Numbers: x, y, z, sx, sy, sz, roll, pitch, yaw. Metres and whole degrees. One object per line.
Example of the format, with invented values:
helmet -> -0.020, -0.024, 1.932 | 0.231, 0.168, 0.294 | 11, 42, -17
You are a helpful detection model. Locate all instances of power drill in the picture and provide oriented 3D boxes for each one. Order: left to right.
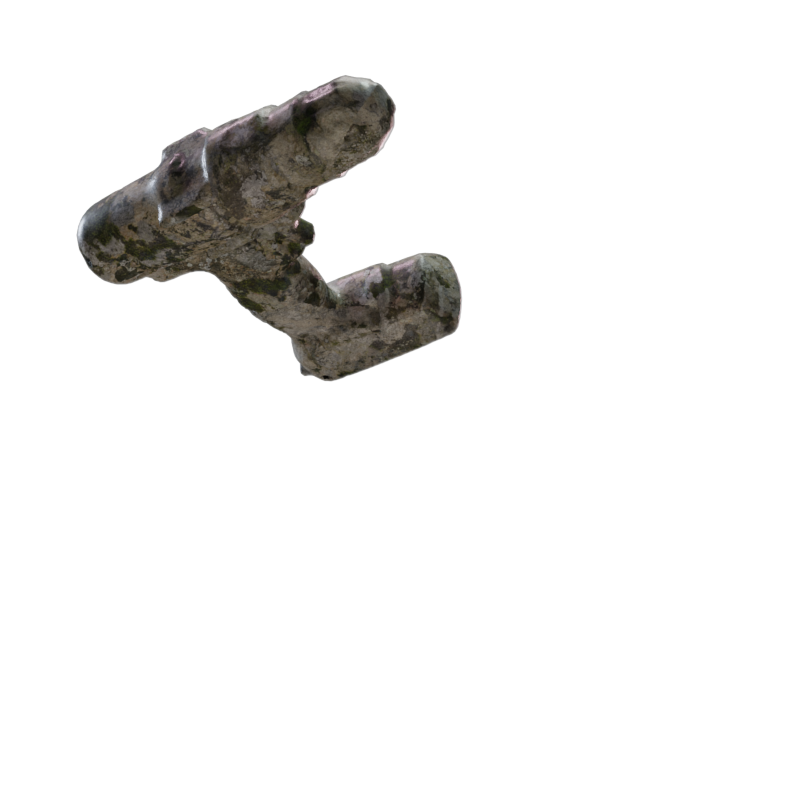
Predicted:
power drill -> -0.046, -0.083, 0.584 | 0.186, 0.061, 0.174 | -19, -35, 30
